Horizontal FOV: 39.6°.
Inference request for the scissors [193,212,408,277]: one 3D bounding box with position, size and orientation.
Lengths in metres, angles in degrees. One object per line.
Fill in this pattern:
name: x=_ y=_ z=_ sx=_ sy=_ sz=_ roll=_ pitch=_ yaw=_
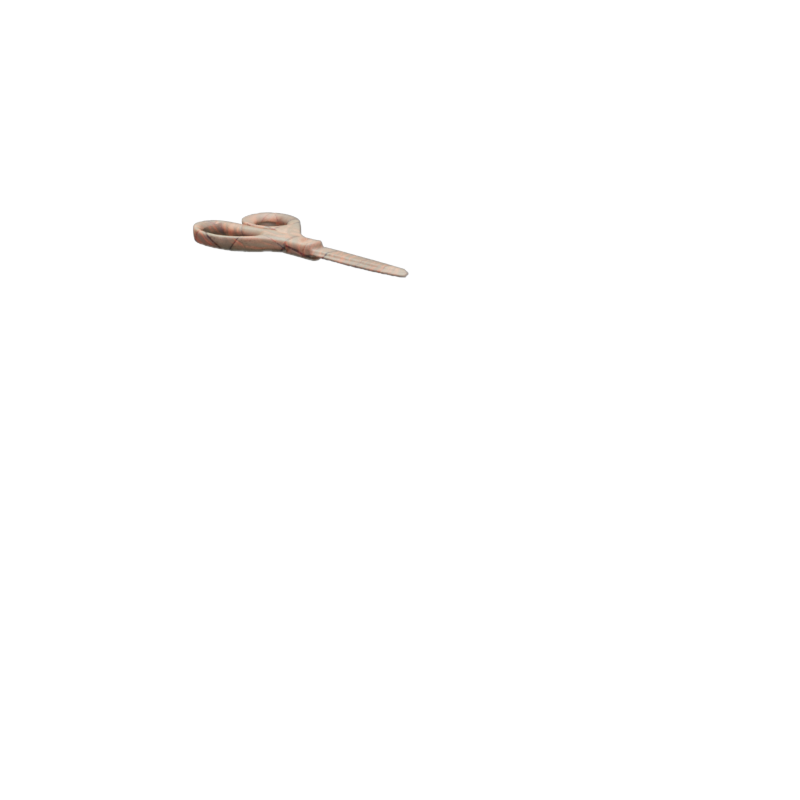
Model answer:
scissors: x=-0.068 y=-0.124 z=0.869 sx=0.210 sy=0.015 sz=0.097 roll=12 pitch=26 yaw=25
